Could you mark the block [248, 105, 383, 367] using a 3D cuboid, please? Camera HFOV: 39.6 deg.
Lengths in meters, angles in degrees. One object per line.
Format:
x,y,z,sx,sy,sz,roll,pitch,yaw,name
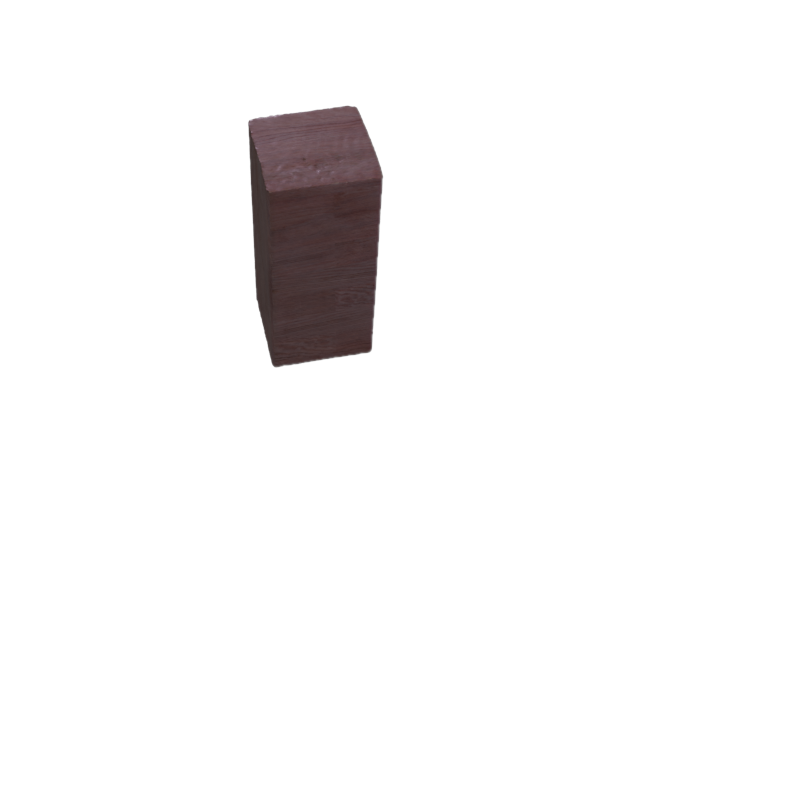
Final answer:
-0.072,-0.132,0.918,0.090,0.097,0.192,-9,-39,-11,block
